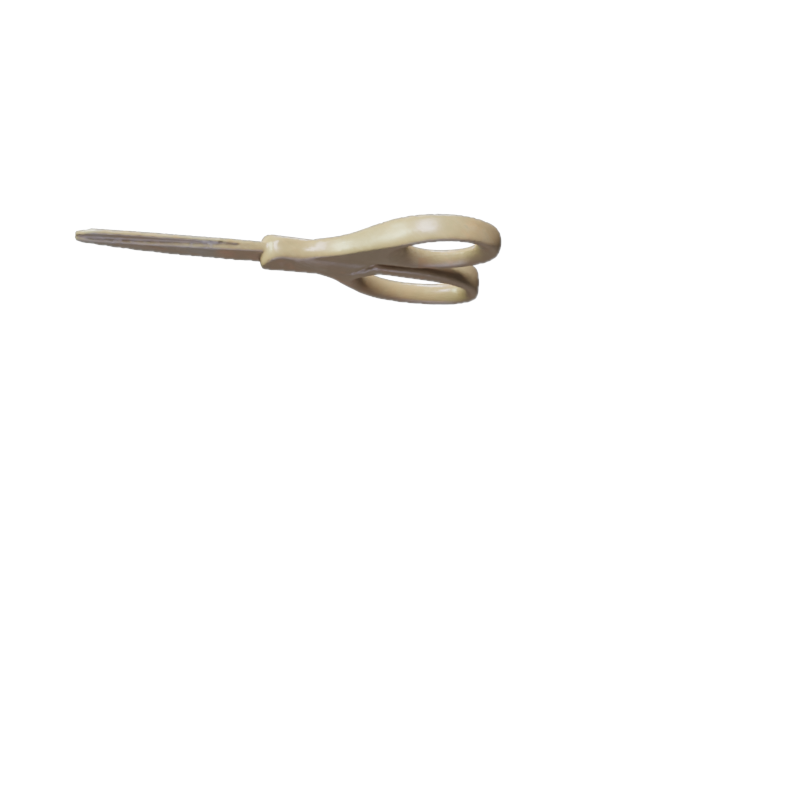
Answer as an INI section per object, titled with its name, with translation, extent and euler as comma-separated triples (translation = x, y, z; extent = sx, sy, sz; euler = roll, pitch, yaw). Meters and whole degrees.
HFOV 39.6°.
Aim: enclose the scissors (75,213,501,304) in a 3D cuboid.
[scissors]
translation = -0.041, -0.074, 0.519
extent = 0.194, 0.016, 0.096
euler = 9, -19, -27
